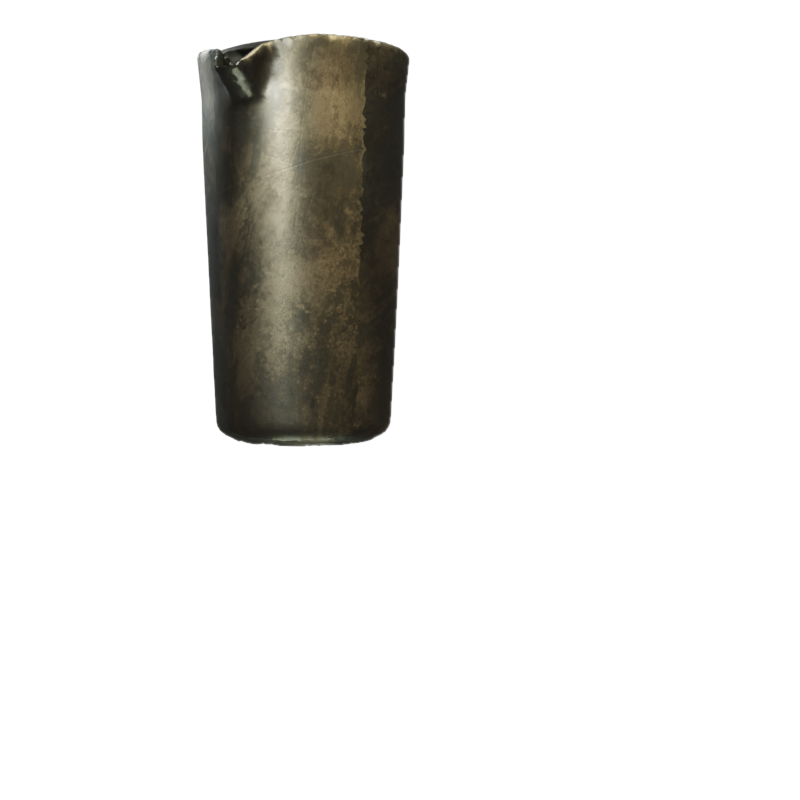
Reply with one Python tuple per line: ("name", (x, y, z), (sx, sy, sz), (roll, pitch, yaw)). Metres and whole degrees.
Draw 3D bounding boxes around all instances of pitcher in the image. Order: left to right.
("pitcher", (-0.055, -0.100, 0.700), (0.146, 0.245, 0.147), (0, -1, -17))
